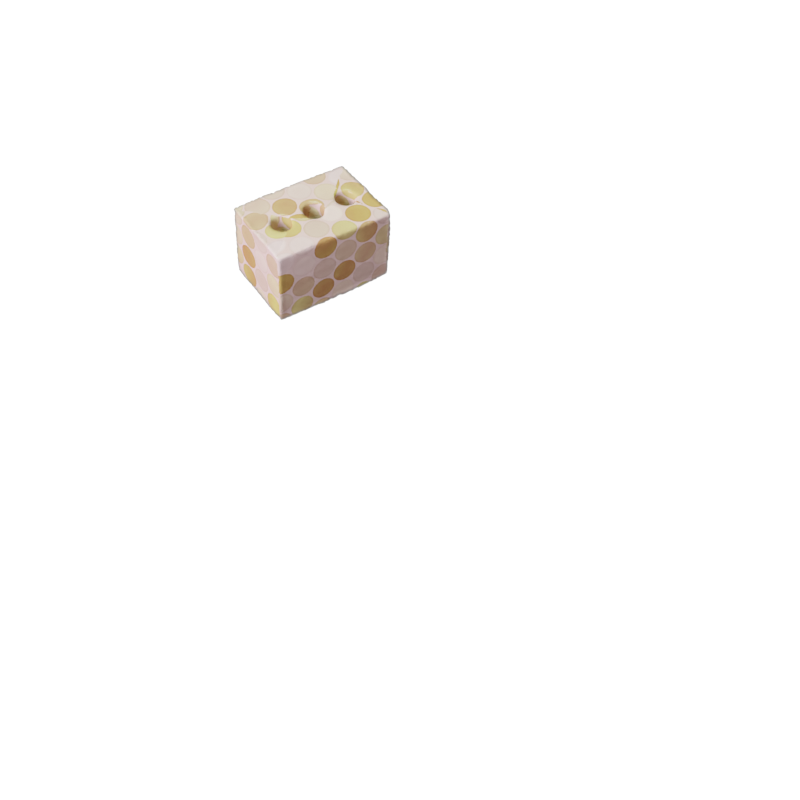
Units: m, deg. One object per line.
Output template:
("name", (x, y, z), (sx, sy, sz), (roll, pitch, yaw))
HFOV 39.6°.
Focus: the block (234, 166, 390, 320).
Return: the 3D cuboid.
("block", (-0.051, -0.094, 0.657), (0.078, 0.048, 0.057), (-26, 52, -23))
